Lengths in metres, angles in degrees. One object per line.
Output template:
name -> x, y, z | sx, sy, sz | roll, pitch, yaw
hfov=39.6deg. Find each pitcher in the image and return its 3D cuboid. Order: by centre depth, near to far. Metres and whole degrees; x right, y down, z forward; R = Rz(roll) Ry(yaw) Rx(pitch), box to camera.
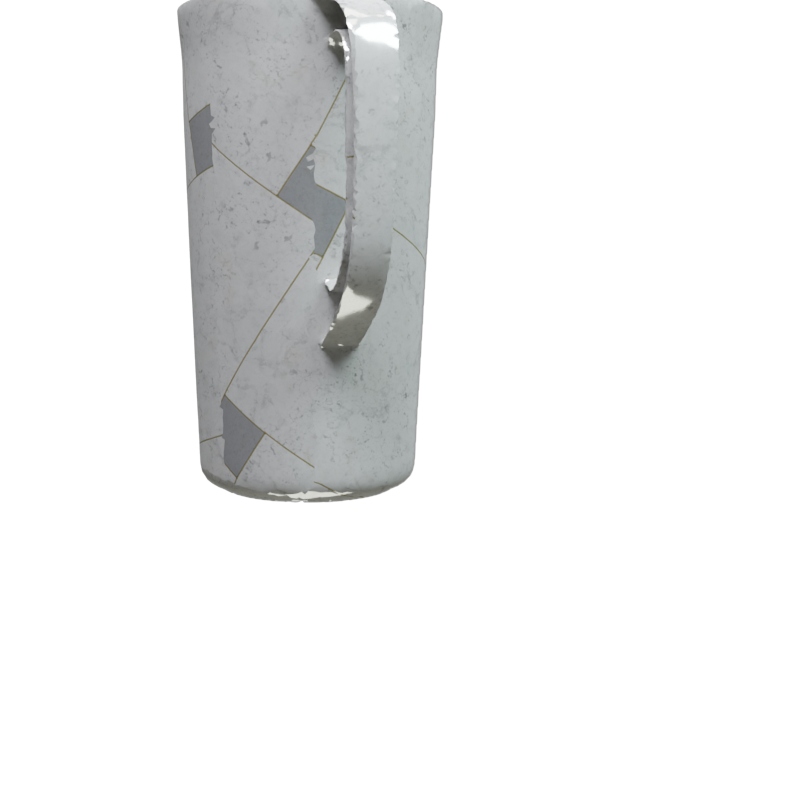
pitcher -> -0.043, -0.078, 0.547 | 0.150, 0.243, 0.145 | 1, 2, 26
